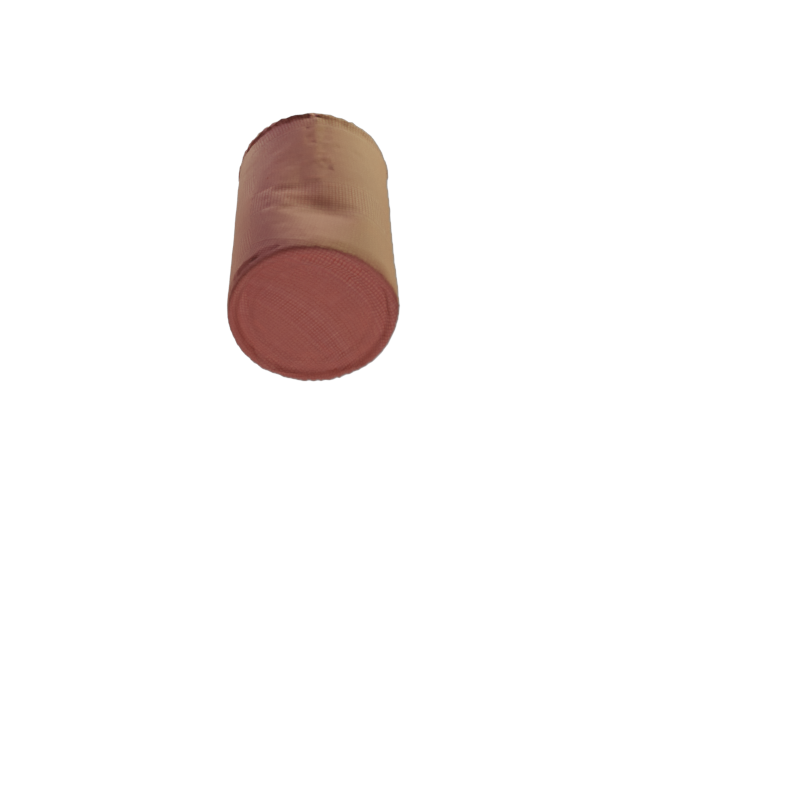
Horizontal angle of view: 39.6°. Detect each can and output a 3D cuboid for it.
[{"bbox_3d":[-0.036,-0.066,0.464,0.068,0.064,0.110,-1,40,-3],"label":"can"}]
